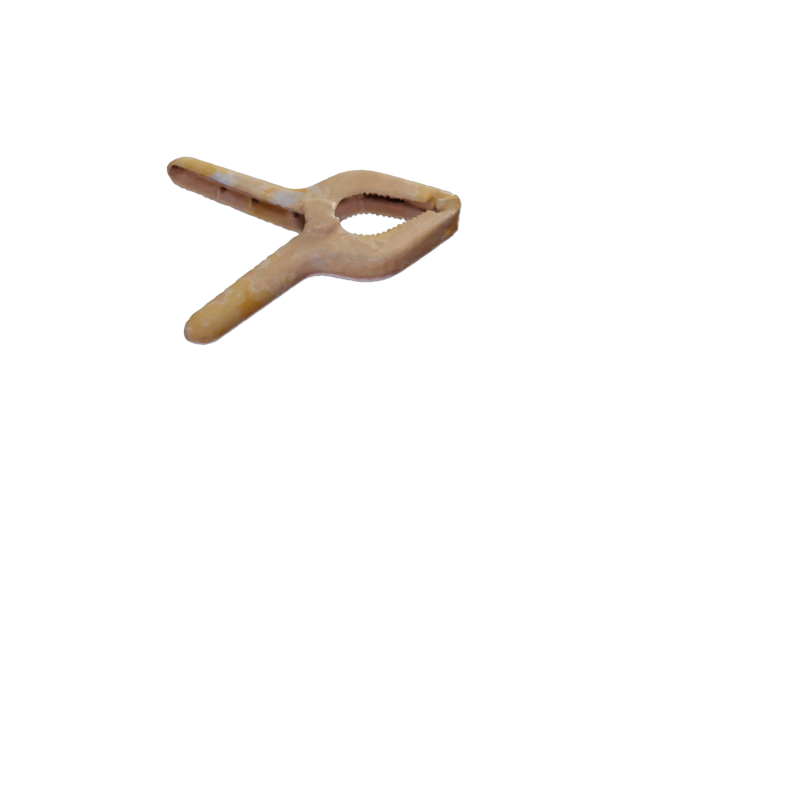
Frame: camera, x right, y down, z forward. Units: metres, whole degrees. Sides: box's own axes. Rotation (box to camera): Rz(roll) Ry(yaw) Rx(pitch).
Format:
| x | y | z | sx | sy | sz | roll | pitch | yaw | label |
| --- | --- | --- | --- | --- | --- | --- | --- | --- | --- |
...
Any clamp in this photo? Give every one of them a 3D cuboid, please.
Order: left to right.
| x | y | z | sx | sy | sz | roll | pitch | yaw | label |
| --- | --- | --- | --- | --- | --- | --- | --- | --- | --- |
| -0.060 | -0.110 | 0.771 | 0.209 | 0.177 | 0.034 | -3 | -37 | -2 | clamp |
